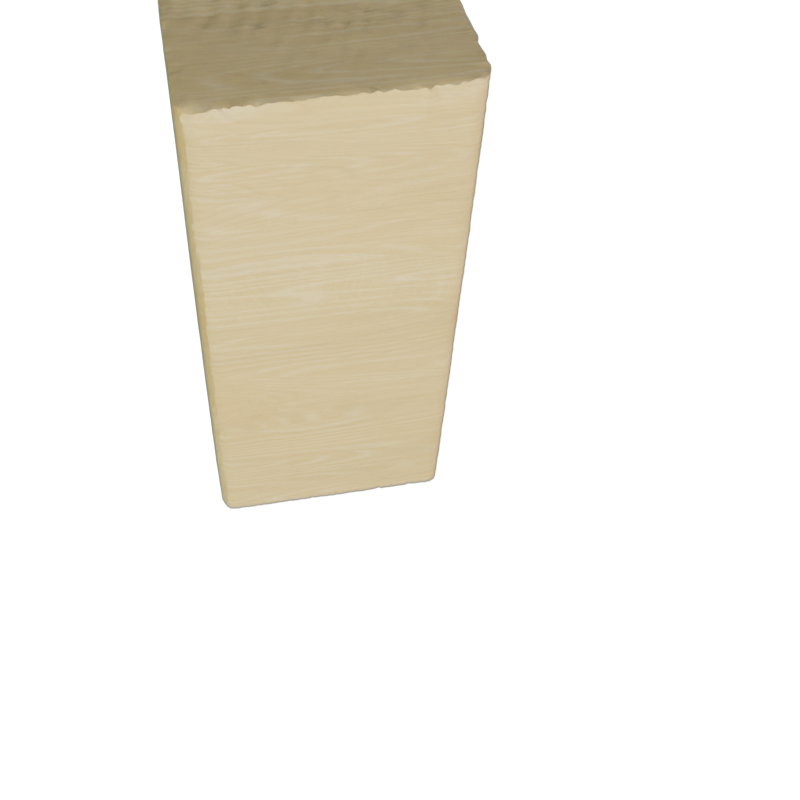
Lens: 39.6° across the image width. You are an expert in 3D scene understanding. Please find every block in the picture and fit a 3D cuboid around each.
[{"bbox_3d":[-0.032,-0.057,0.402,0.090,0.097,0.192,-6,-39,-9],"label":"block"}]
